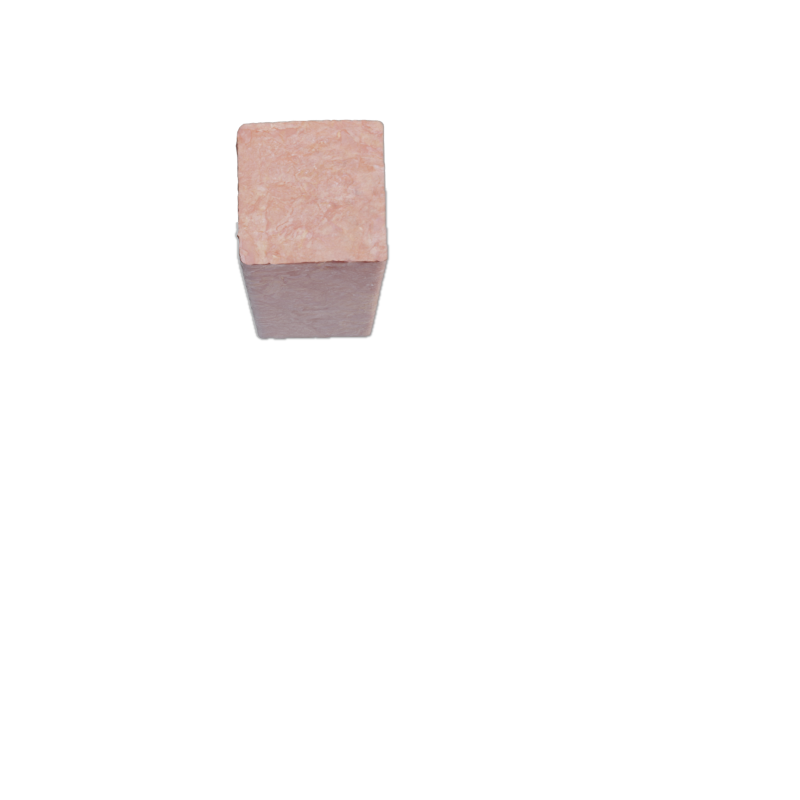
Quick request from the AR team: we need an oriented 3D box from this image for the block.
[{"bbox_3d":[-0.059,-0.107,0.750,0.090,0.094,0.200,-1,-10,-4],"label":"block"}]
